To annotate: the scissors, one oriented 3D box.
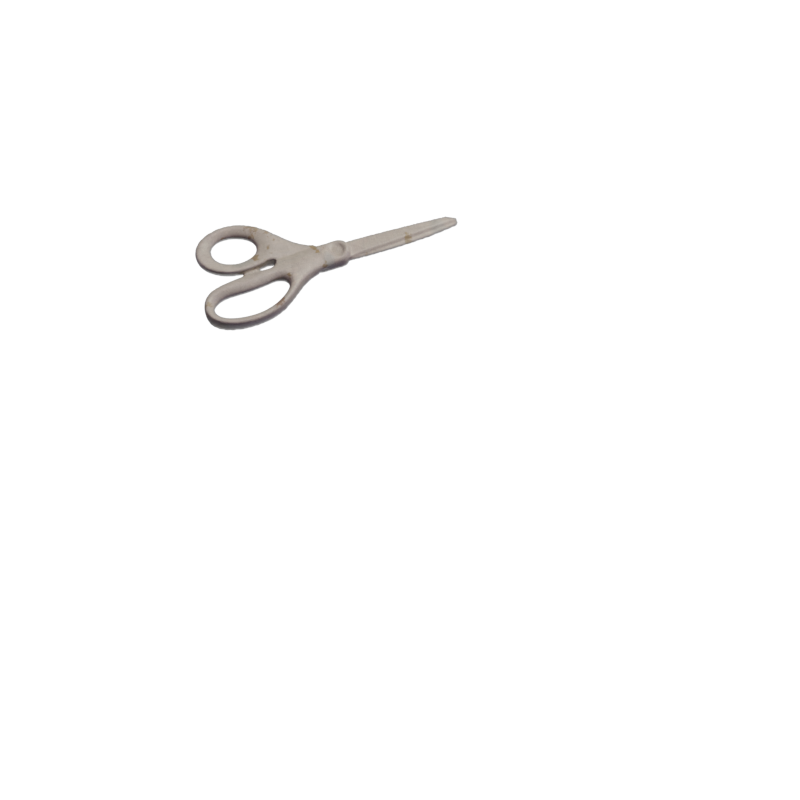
[{"bbox_3d":[-0.065,-0.118,0.829,0.202,0.103,0.015,-32,-29,-20],"label":"scissors"}]
